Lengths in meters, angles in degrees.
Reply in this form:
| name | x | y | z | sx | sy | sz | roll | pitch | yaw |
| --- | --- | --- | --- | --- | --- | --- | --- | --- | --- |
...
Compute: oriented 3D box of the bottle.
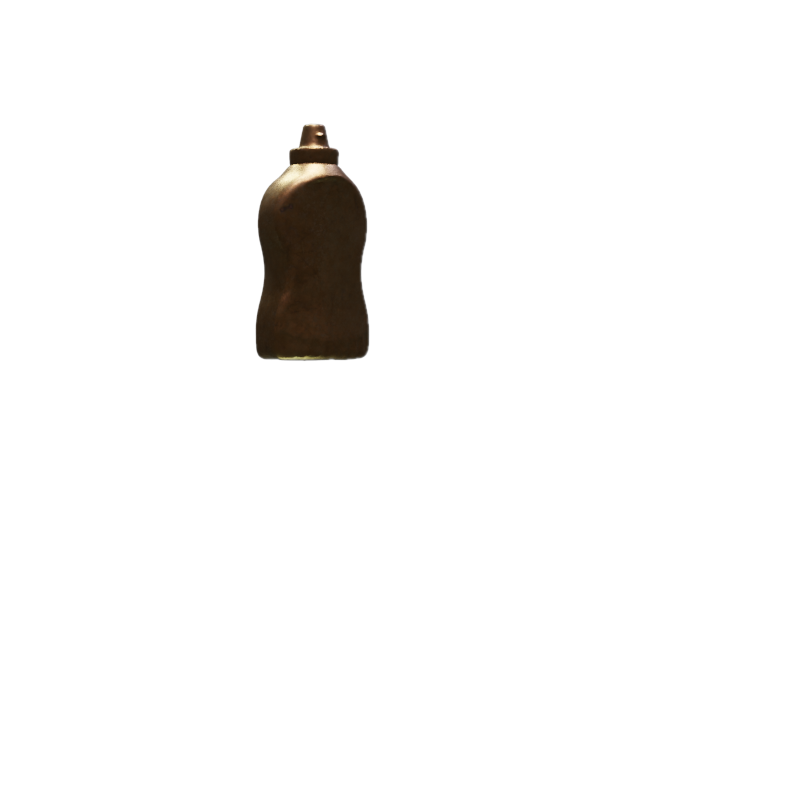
| name | x | y | z | sx | sy | sz | roll | pitch | yaw |
| --- | --- | --- | --- | --- | --- | --- | --- | --- | --- |
| bottle | -0.071 | -0.129 | 0.905 | 0.092 | 0.193 | 0.060 | 2 | -4 | -35 |
